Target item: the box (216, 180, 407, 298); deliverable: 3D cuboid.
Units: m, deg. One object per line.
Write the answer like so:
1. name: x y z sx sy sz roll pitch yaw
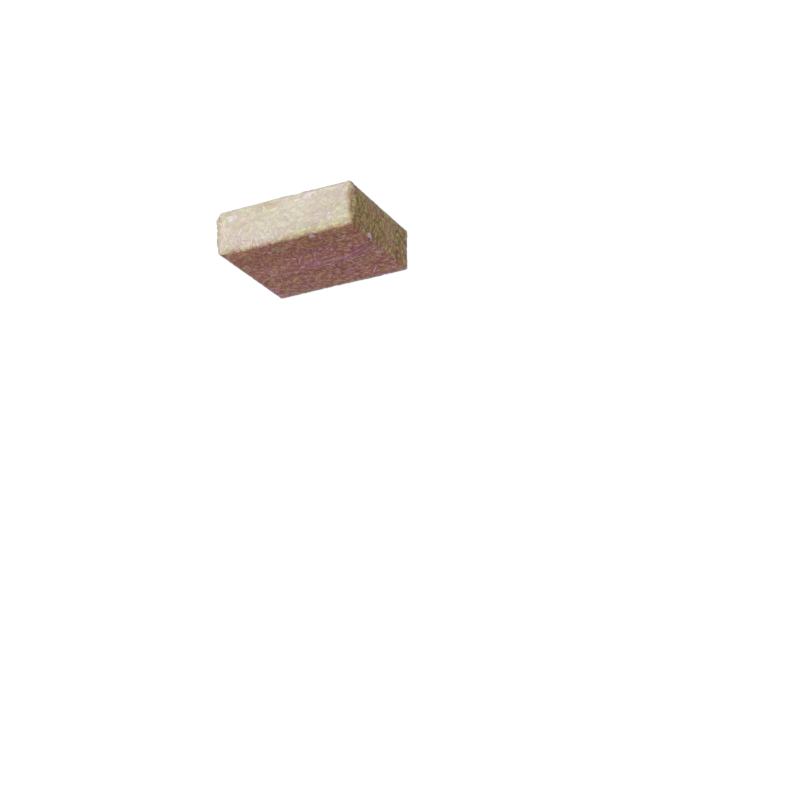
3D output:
1. box: -0.050 -0.092 0.643 0.091 0.032 0.068 -10 -21 25
